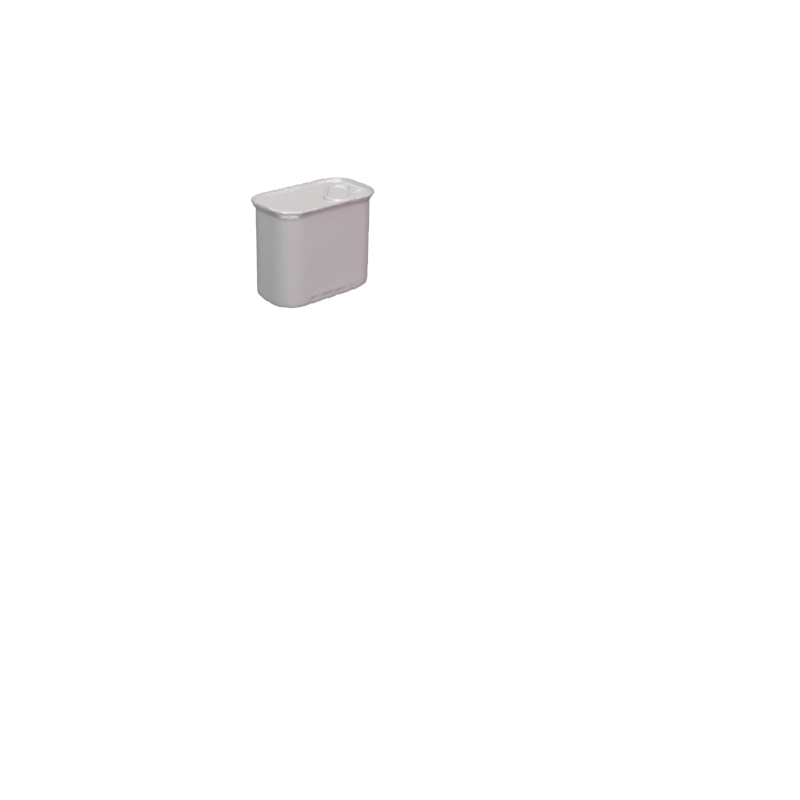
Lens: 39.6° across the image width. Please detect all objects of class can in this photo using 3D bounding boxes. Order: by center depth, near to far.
[{"bbox_3d":[-0.071,-0.131,0.914,0.100,0.080,0.061,-20,31,-37],"label":"can"}]
